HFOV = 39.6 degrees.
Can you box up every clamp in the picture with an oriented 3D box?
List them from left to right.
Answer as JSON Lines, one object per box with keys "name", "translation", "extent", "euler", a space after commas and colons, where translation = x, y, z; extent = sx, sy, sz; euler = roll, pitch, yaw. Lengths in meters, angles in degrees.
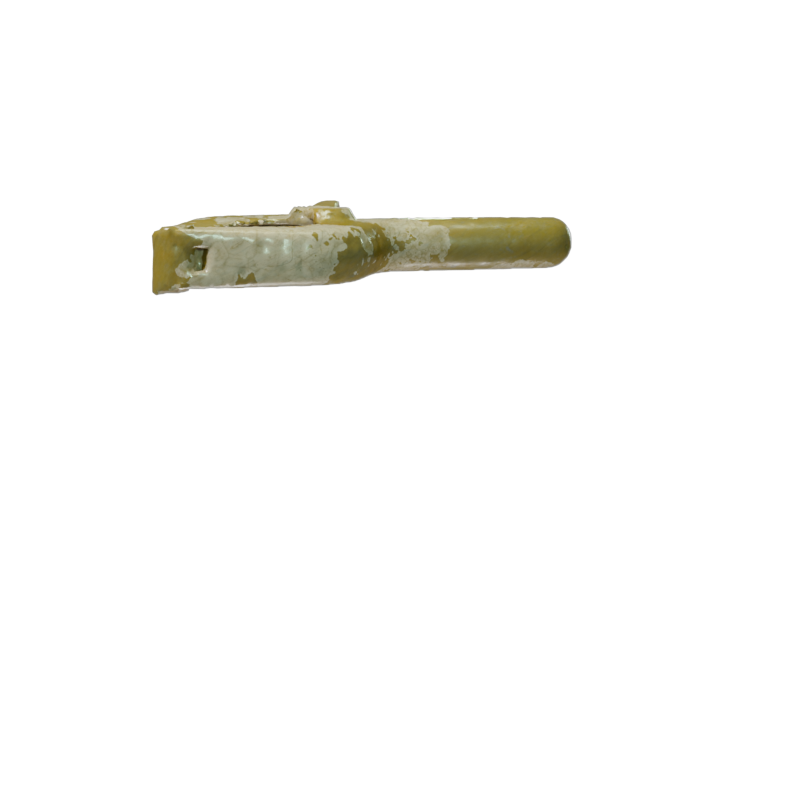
{"name": "clamp", "translation": [-0.042, -0.077, 0.542], "extent": [0.204, 0.036, 0.173], "euler": [-12, 18, -42]}
